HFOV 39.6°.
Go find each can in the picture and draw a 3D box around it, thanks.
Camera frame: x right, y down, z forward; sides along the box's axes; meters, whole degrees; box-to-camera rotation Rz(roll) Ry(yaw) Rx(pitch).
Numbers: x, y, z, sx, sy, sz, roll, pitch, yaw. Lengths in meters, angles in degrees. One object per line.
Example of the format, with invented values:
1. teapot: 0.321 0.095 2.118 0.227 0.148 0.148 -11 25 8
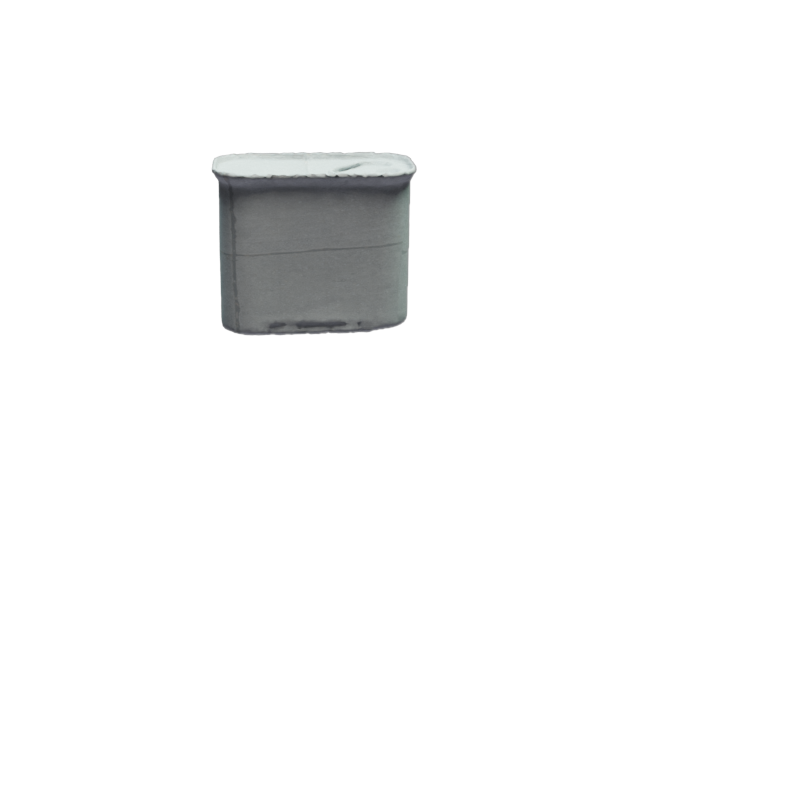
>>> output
1. can: -0.044 -0.081 0.569 0.101 0.081 0.060 -1 18 -5
